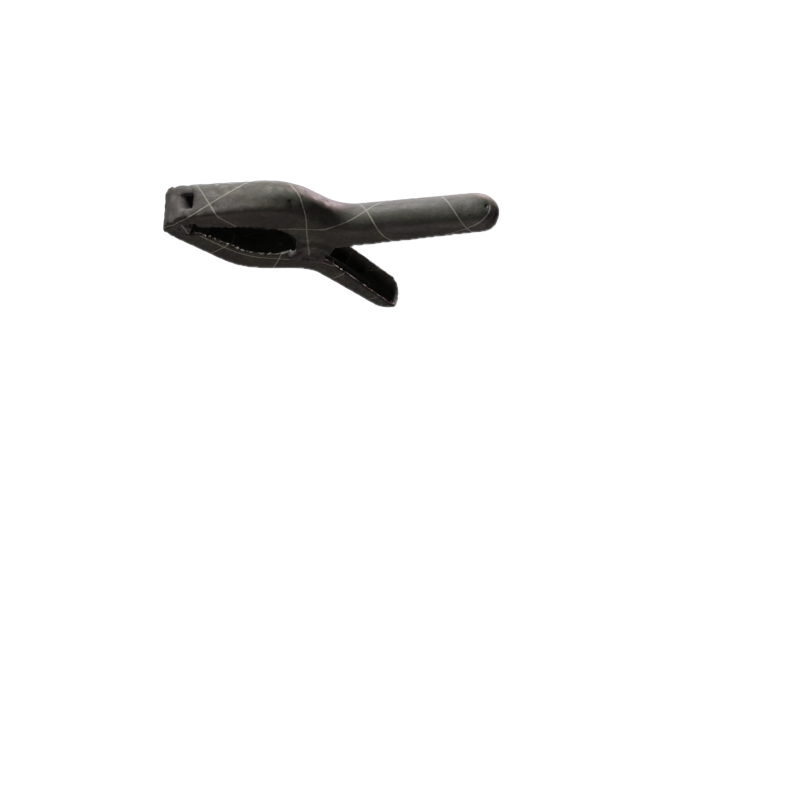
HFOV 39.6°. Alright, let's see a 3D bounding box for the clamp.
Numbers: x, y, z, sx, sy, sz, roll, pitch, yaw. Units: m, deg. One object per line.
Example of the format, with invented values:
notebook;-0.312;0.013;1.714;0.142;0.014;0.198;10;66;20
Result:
clamp;-0.059;-0.108;0.759;0.205;0.038;0.160;5;-20;-15
